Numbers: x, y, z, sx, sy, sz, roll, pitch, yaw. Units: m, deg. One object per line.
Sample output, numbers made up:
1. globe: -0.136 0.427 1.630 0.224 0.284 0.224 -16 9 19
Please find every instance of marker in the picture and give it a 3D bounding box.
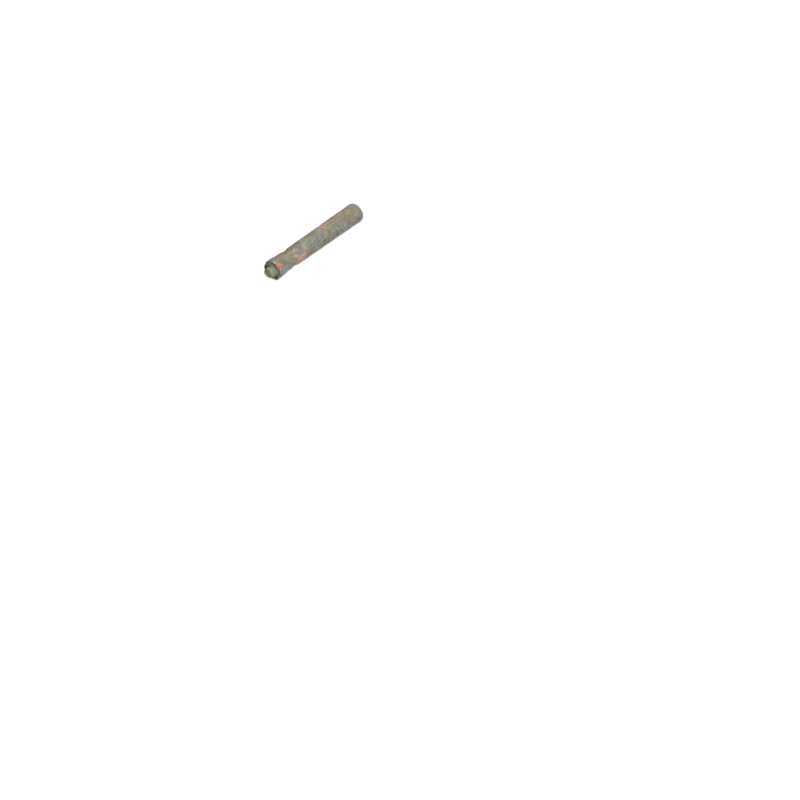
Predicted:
1. marker: -0.076 -0.139 0.971 0.021 0.019 0.122 3 33 42
